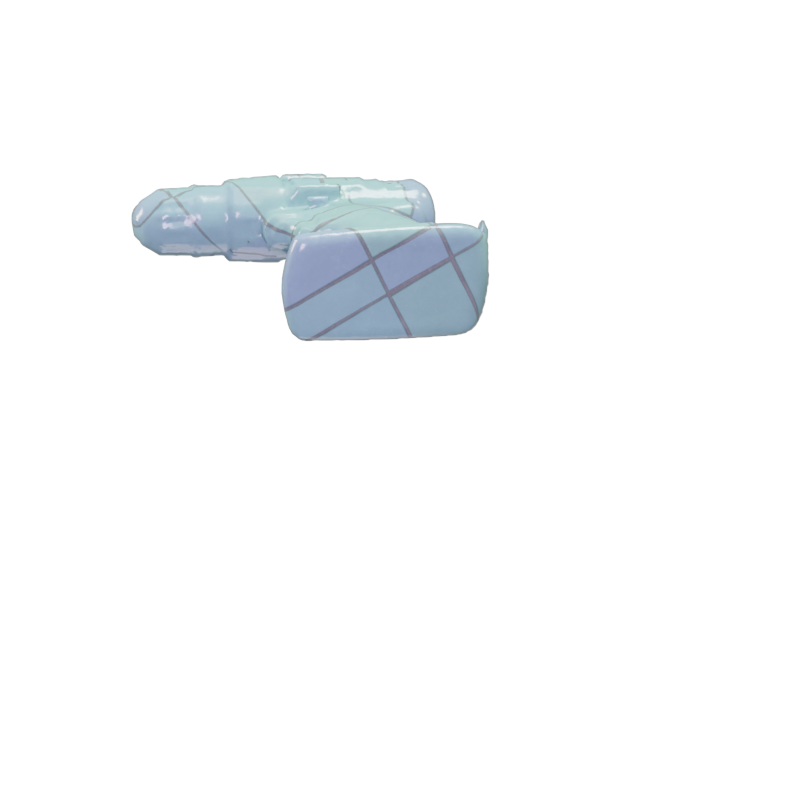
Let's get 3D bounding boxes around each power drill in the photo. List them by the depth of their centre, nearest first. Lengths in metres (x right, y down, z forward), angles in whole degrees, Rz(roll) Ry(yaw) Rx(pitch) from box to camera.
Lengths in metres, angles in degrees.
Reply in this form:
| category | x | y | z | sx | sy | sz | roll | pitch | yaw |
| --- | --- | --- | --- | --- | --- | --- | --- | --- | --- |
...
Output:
| category | x | y | z | sx | sy | sz | roll | pitch | yaw |
| --- | --- | --- | --- | --- | --- | --- | --- | --- | --- |
| power drill | -0.048 | -0.087 | 0.607 | 0.181 | 0.055 | 0.199 | -6 | 22 | -15 |
